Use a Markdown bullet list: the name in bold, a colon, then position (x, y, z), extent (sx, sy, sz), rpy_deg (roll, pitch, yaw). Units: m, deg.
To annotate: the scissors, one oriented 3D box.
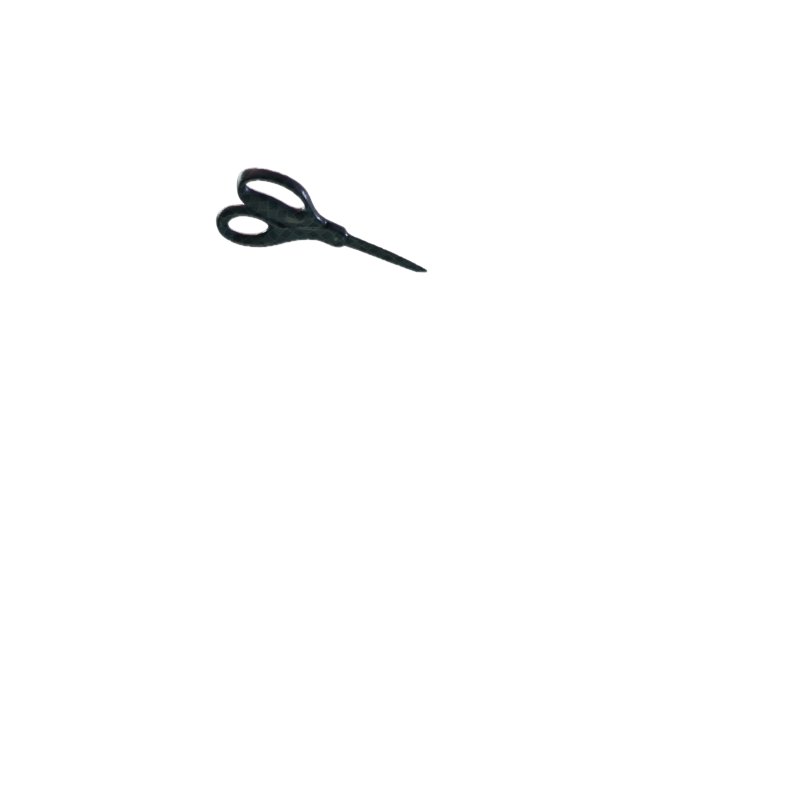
- **scissors**: position (-0.076, -0.138, 0.965), extent (0.096, 0.017, 0.188), rpy_deg (-27, -43, 33)
